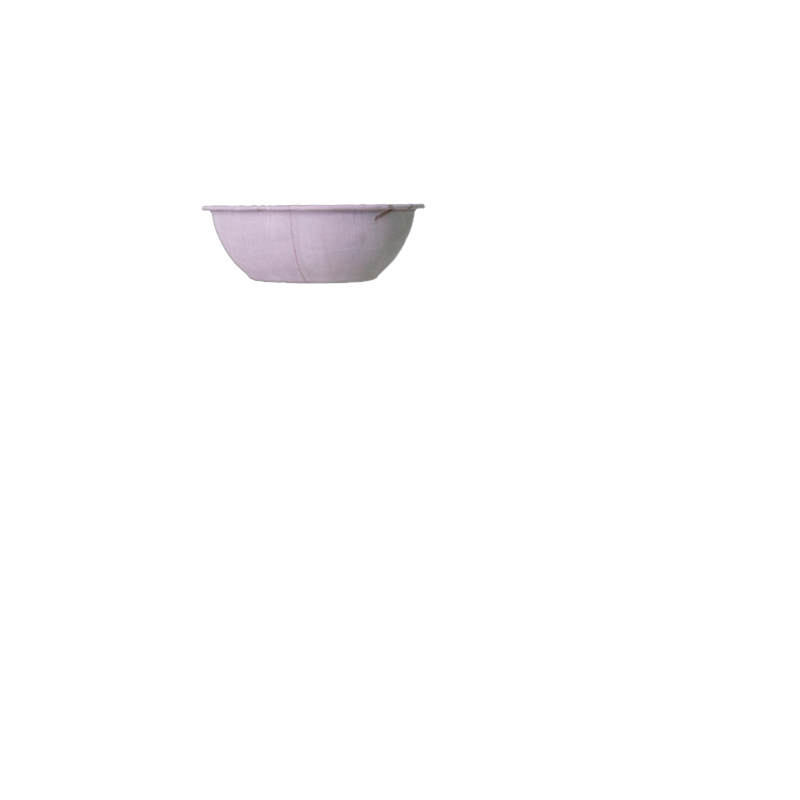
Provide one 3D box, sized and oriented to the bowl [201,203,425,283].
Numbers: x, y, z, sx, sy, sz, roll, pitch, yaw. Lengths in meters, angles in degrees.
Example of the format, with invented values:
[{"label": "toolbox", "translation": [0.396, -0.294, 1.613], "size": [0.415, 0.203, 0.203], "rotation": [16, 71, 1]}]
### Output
[{"label": "bowl", "translation": [-0.063, -0.115, 0.803], "size": [0.162, 0.054, 0.165], "rotation": [0, 9, -2]}]
